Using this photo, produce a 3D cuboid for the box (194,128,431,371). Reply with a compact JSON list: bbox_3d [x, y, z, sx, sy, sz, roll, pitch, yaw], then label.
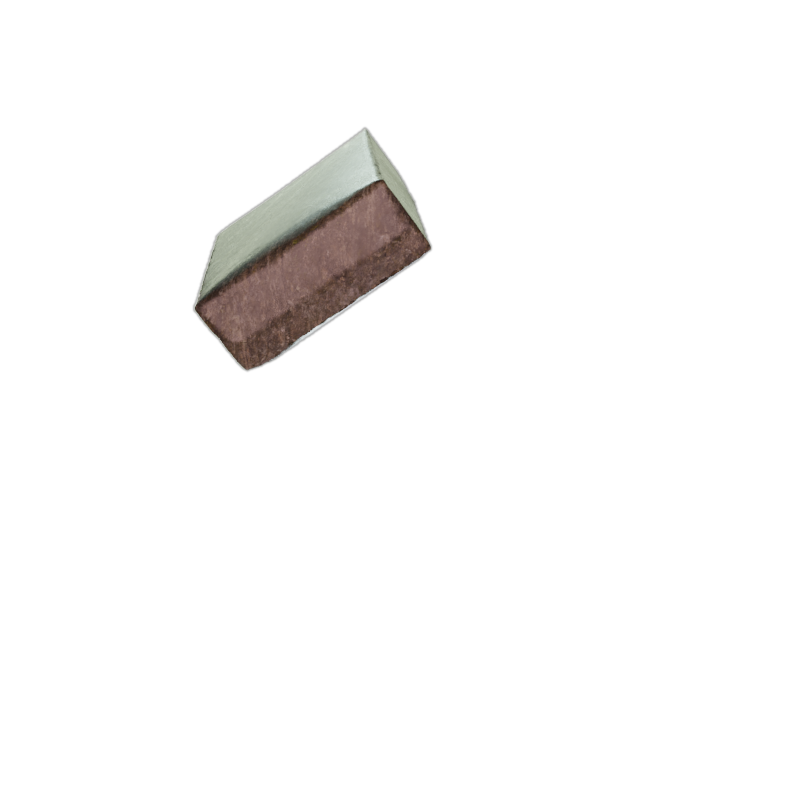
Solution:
[{"bbox_3d":[-0.068,-0.125,0.872,0.164,0.069,0.223,-34,20,9],"label":"box"}]
